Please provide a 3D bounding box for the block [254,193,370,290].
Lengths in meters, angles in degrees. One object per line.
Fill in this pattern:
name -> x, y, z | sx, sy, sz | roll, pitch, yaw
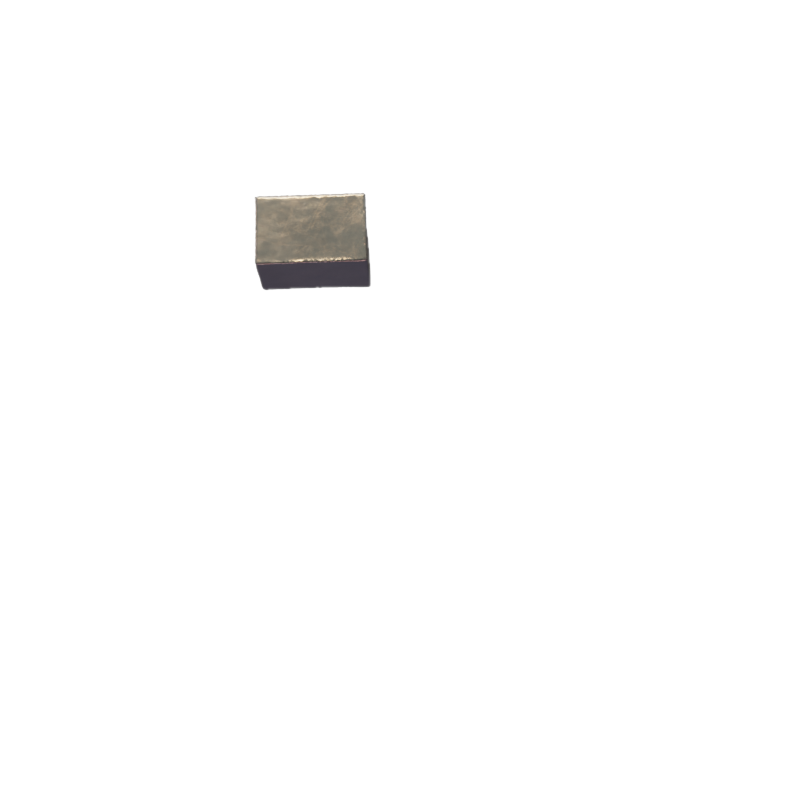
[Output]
block -> -0.060, -0.110, 0.768 | 0.078, 0.054, 0.050 | -1, -19, 2
